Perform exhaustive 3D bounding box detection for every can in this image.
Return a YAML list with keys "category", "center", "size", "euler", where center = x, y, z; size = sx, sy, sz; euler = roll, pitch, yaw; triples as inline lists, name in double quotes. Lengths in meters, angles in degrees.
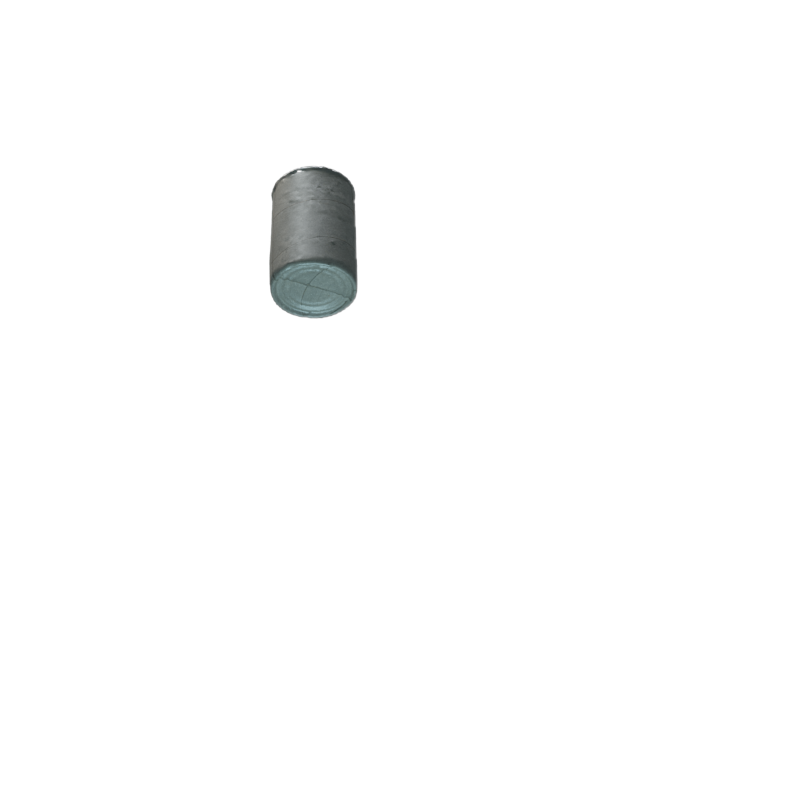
- category: "can"
  center: [-0.068, -0.123, 0.863]
  size: [0.068, 0.110, 0.064]
  euler: [-1, -39, -3]
